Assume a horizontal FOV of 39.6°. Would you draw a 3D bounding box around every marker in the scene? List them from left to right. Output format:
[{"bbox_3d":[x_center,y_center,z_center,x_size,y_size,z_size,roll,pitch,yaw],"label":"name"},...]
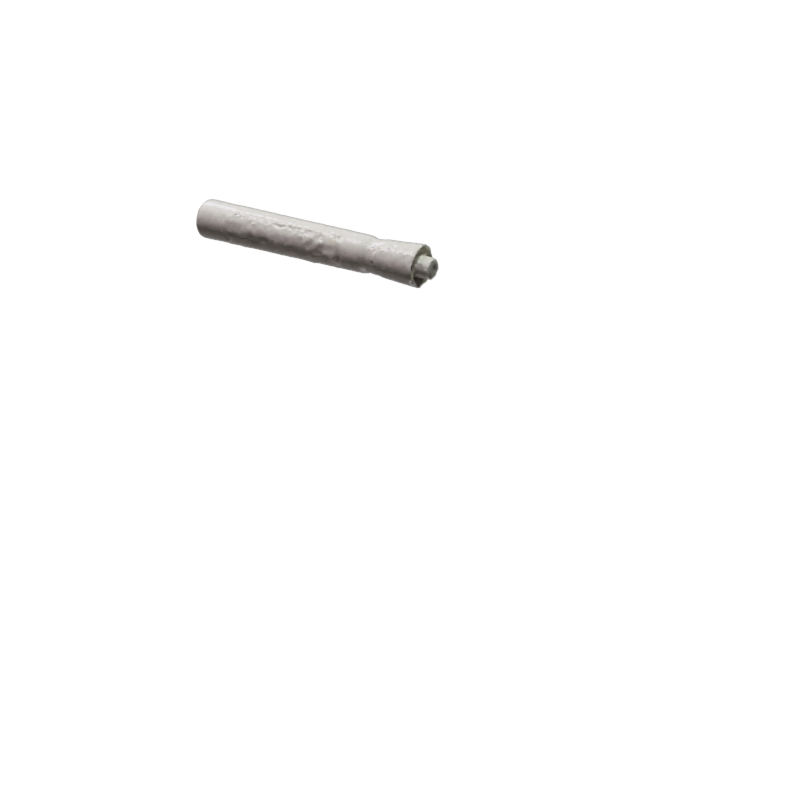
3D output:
[{"bbox_3d":[-0.038,-0.070,0.491,0.127,0.019,0.019,17,12,31],"label":"marker"}]
